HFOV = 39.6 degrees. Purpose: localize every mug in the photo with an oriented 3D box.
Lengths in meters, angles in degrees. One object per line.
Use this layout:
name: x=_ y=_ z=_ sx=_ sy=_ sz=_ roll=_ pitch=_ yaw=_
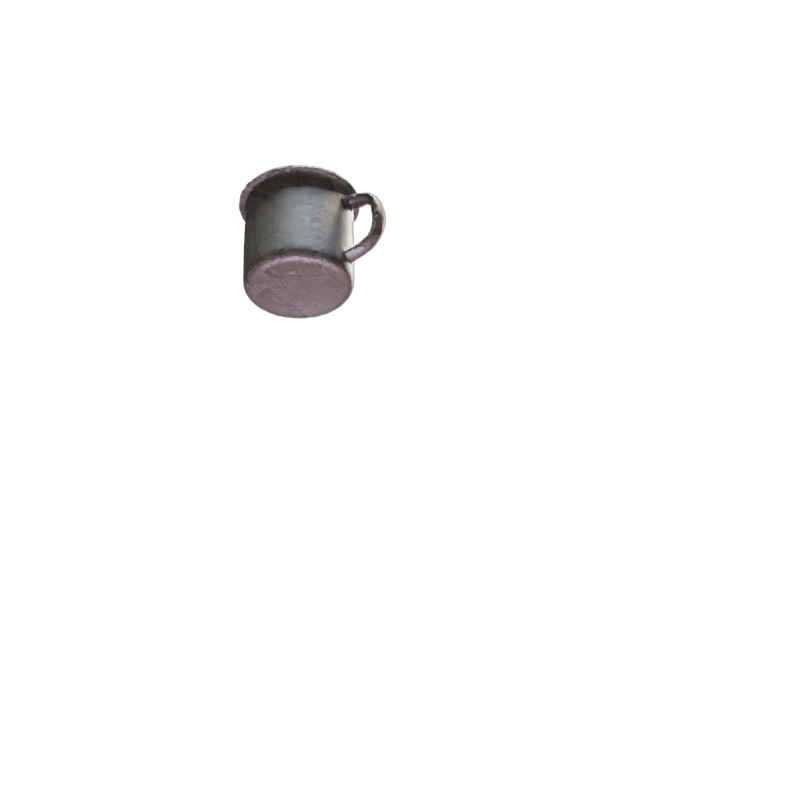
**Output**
mug: x=-0.064 y=-0.117 z=0.822 sx=0.118 sy=0.087 sz=0.086 roll=-15 pitch=-37 yaw=19
